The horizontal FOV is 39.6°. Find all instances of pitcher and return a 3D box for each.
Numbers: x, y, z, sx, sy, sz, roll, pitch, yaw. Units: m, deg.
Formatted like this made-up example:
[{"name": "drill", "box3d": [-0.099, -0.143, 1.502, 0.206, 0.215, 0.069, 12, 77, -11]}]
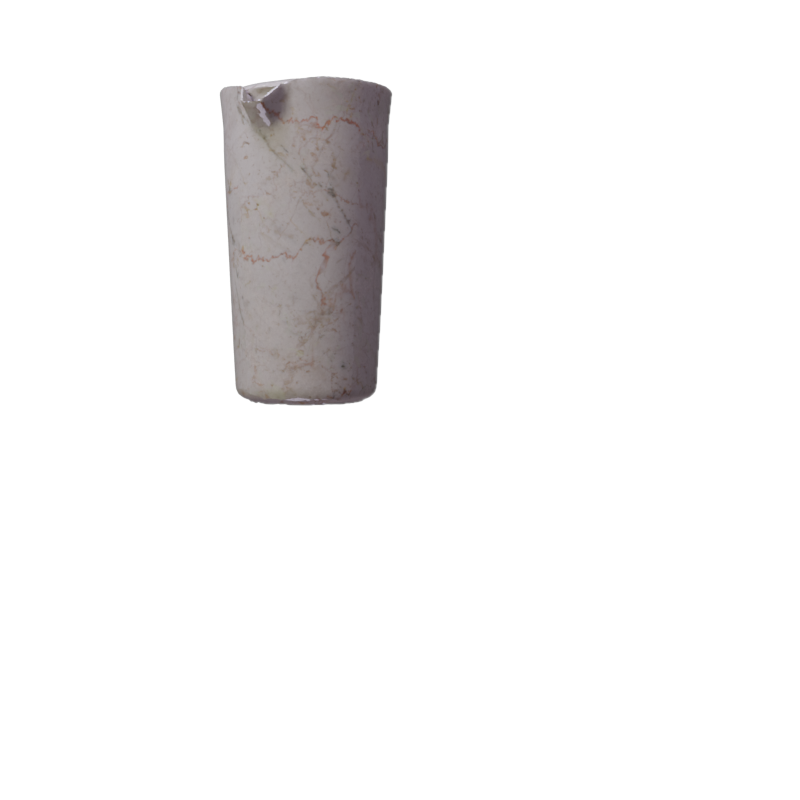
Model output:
[{"name": "pitcher", "box3d": [-0.067, -0.123, 0.861, 0.145, 0.244, 0.148, 0, -1, -21]}]
